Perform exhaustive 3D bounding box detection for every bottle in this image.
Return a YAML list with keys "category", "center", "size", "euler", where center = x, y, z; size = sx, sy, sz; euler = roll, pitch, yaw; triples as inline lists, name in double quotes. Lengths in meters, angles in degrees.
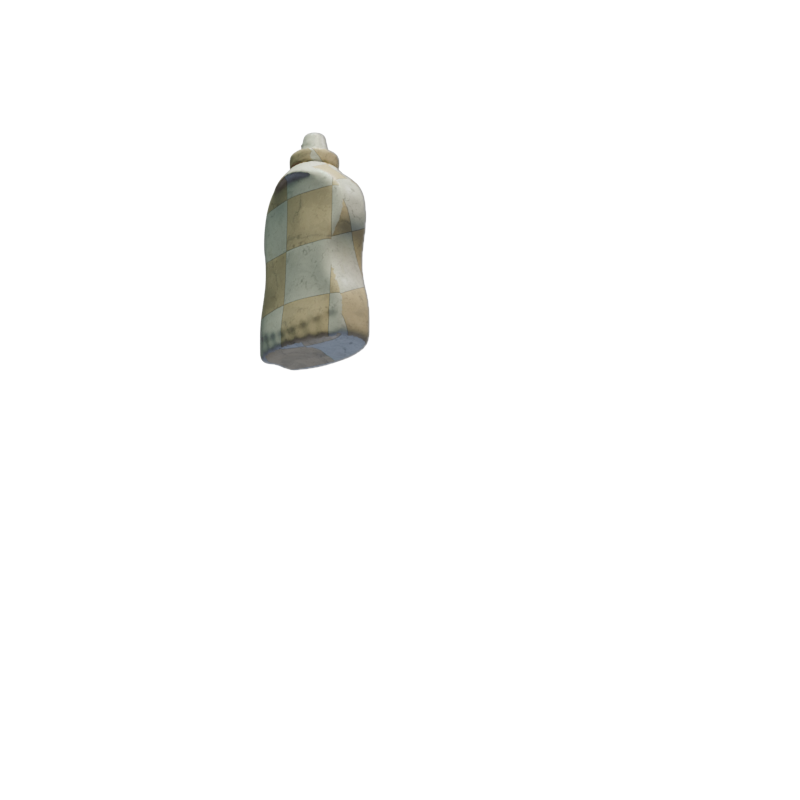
- category: "bottle"
  center: [-0.069, -0.126, 0.885]
  size: [0.055, 0.202, 0.097]
  euler: [18, -29, -40]
